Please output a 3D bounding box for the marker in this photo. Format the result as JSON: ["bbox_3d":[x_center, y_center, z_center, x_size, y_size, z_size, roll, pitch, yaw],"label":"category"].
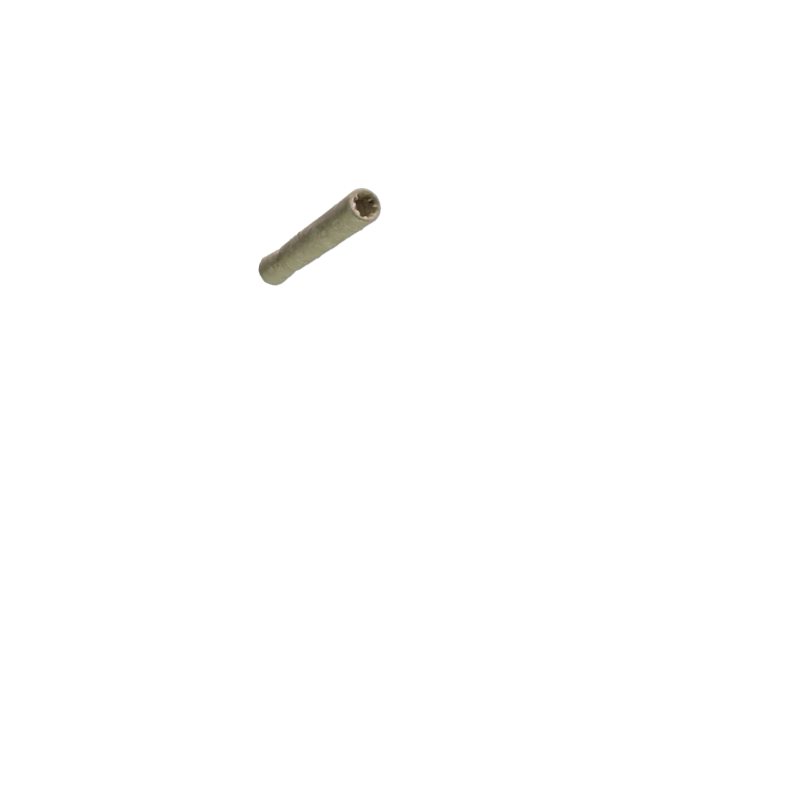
[{"bbox_3d":[-0.048,-0.087,0.608,0.019,0.020,0.121,-2,-10,-31],"label":"marker"}]
